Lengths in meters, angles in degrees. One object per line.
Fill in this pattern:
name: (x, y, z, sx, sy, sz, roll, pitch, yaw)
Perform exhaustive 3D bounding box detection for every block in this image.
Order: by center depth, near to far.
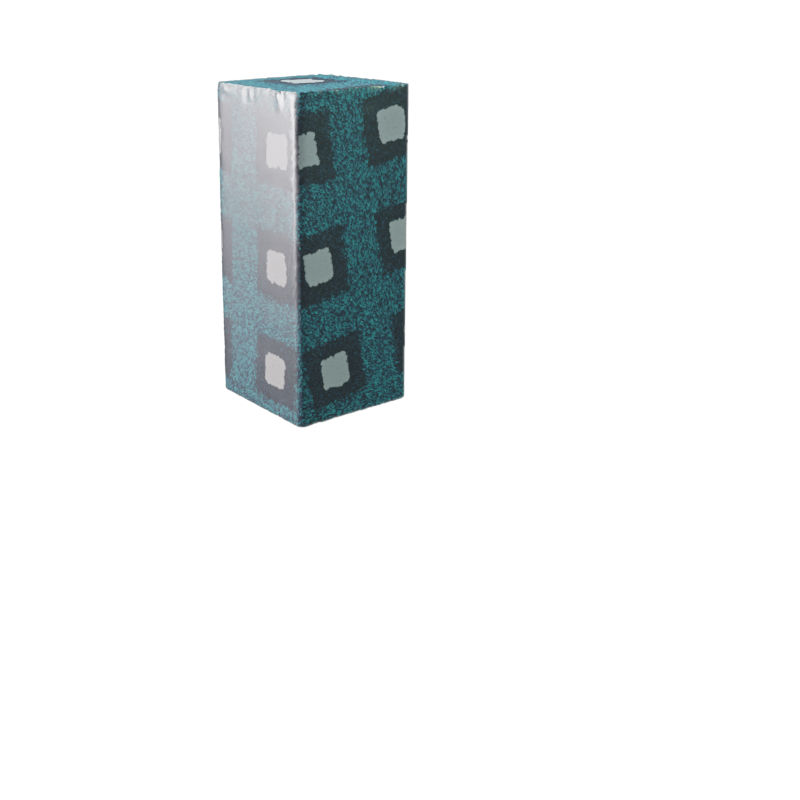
block: (-0.057, -0.102, 0.716, 0.088, 0.199, 0.096, -12, 20, -38)
